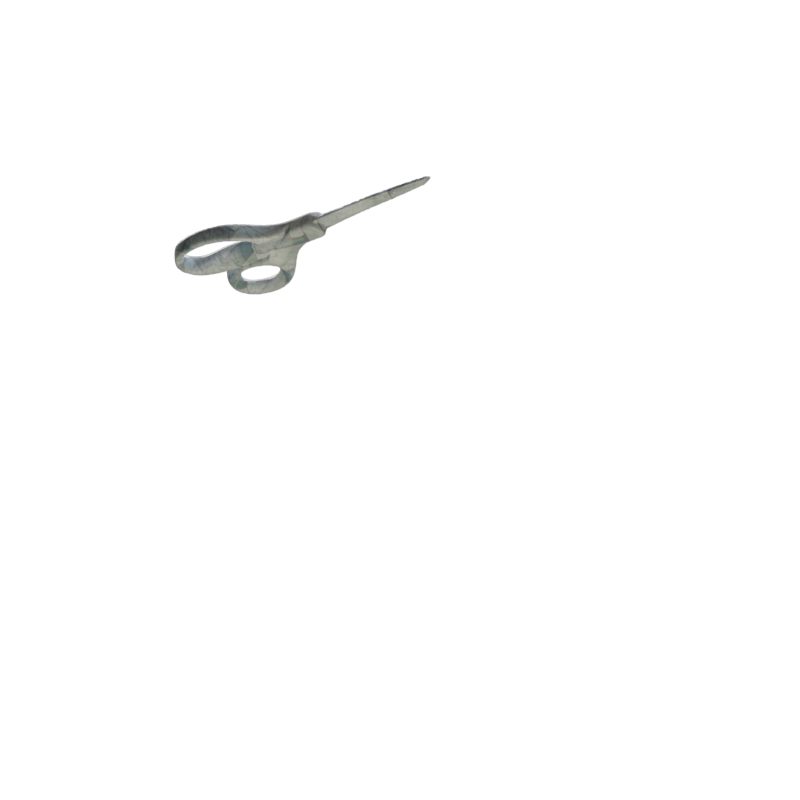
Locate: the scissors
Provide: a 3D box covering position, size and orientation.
[{"bbox_3d":[-0.061,-0.110,0.773,0.205,0.017,0.089,-9,-24,20],"label":"scissors"}]
